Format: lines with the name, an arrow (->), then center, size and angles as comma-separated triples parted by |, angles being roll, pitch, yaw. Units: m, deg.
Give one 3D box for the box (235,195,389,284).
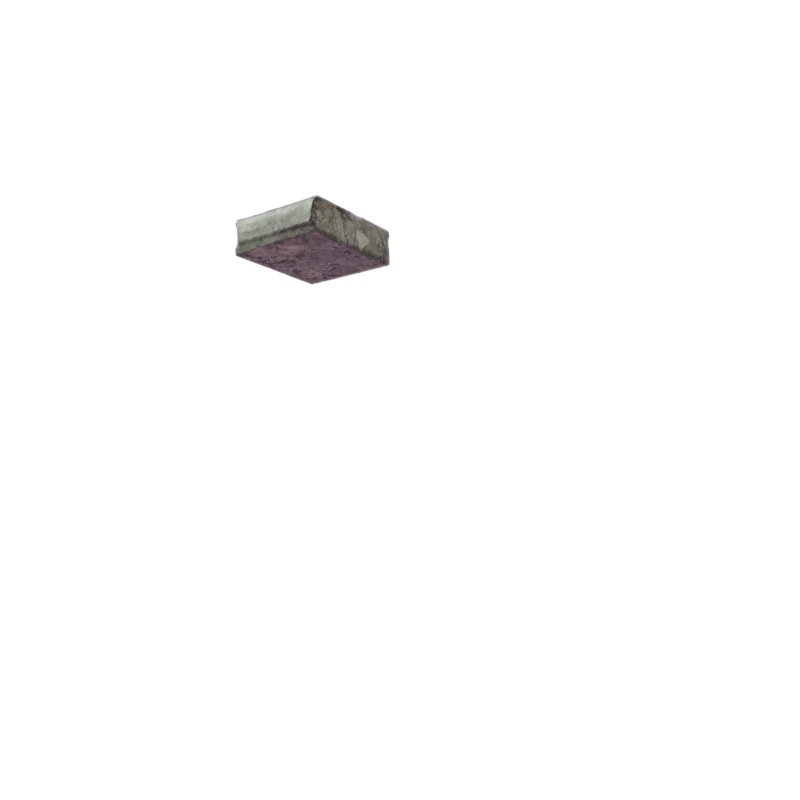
box -> -0.062, -0.112, 0.788 | 0.075, 0.031, 0.084 | -11, -18, 35
